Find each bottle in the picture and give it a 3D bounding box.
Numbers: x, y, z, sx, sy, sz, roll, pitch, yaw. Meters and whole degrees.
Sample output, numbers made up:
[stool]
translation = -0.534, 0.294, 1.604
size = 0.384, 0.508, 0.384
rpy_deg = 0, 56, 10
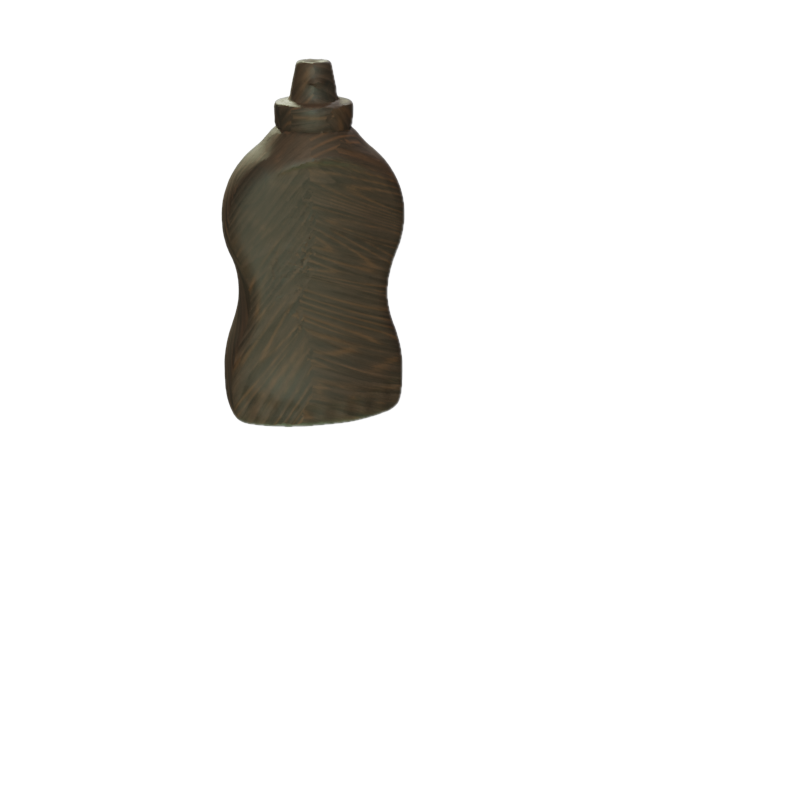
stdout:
[bottle]
translation = -0.046, -0.084, 0.589
size = 0.095, 0.184, 0.061
rpy_deg = -3, 18, -12
